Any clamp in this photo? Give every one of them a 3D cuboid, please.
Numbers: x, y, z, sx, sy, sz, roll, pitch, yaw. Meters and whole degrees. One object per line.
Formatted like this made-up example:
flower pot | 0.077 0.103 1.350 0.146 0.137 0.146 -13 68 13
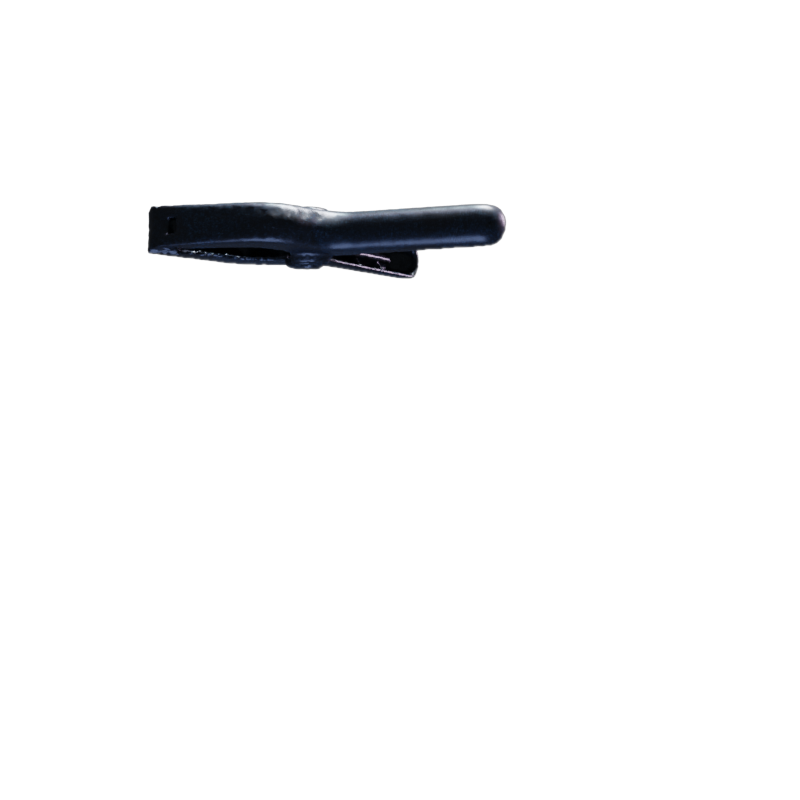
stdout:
clamp | -0.056 -0.102 0.714 0.207 0.037 0.164 1 -4 -9
